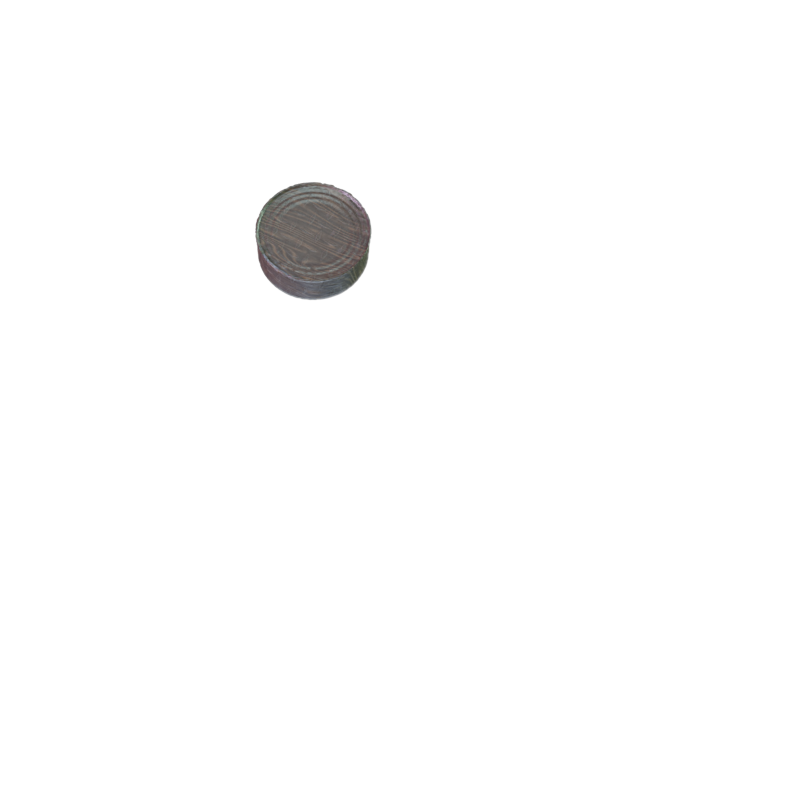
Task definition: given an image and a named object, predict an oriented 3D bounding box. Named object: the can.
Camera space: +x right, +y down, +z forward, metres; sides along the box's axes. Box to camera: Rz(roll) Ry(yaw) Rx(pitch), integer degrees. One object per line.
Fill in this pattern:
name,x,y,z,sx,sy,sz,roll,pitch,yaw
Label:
can,-0.065,-0.118,0.829,0.086,0.091,0.032,-1,-29,-1
